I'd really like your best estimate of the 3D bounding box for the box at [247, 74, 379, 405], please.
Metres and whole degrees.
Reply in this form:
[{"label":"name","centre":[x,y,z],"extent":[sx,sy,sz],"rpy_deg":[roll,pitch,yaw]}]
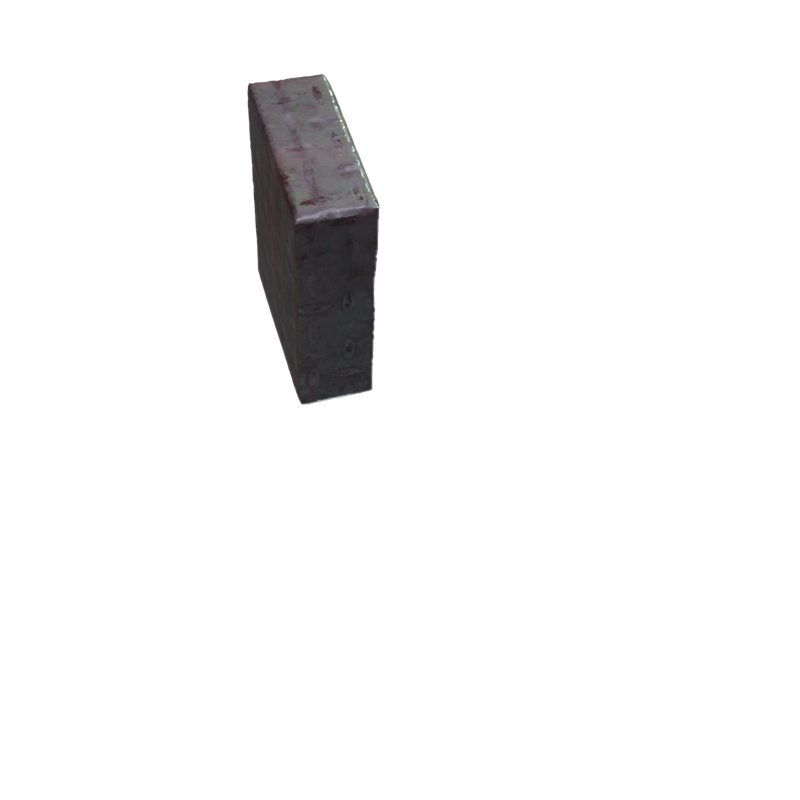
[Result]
[{"label":"box","centre":[-0.070,-0.127,0.891],"extent":[0.071,0.178,0.199],"rpy_deg":[-10,-39,-13]}]
